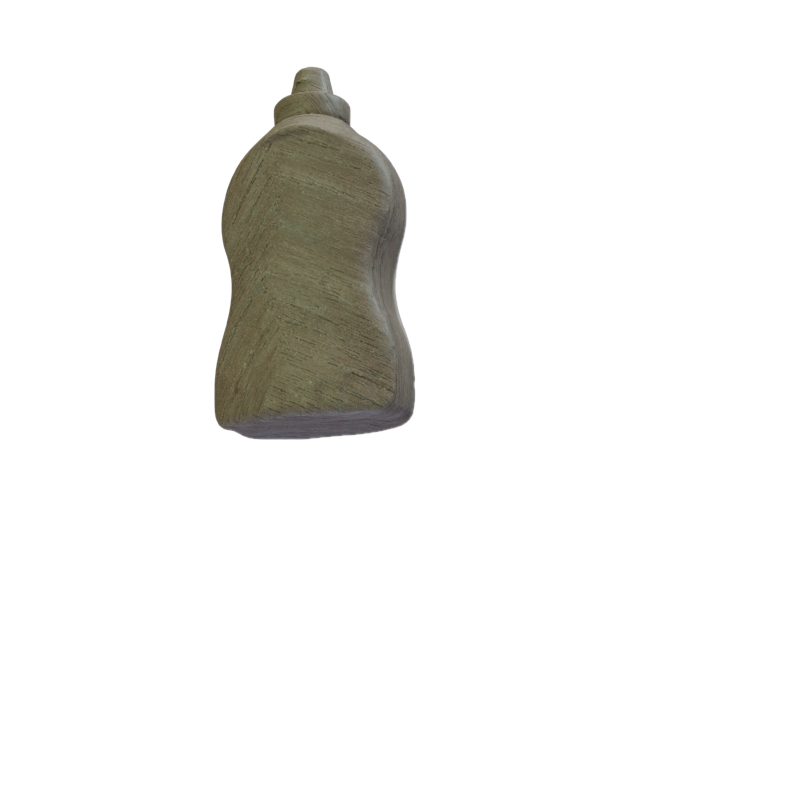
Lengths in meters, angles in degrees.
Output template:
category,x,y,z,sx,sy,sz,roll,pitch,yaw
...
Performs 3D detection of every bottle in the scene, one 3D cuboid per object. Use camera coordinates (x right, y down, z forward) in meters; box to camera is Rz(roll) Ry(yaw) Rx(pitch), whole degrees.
category,x,y,z,sx,sy,sz,roll,pitch,yaw
bottle,-0.044,-0.080,0.562,0.098,0.201,0.055,-9,-21,23
